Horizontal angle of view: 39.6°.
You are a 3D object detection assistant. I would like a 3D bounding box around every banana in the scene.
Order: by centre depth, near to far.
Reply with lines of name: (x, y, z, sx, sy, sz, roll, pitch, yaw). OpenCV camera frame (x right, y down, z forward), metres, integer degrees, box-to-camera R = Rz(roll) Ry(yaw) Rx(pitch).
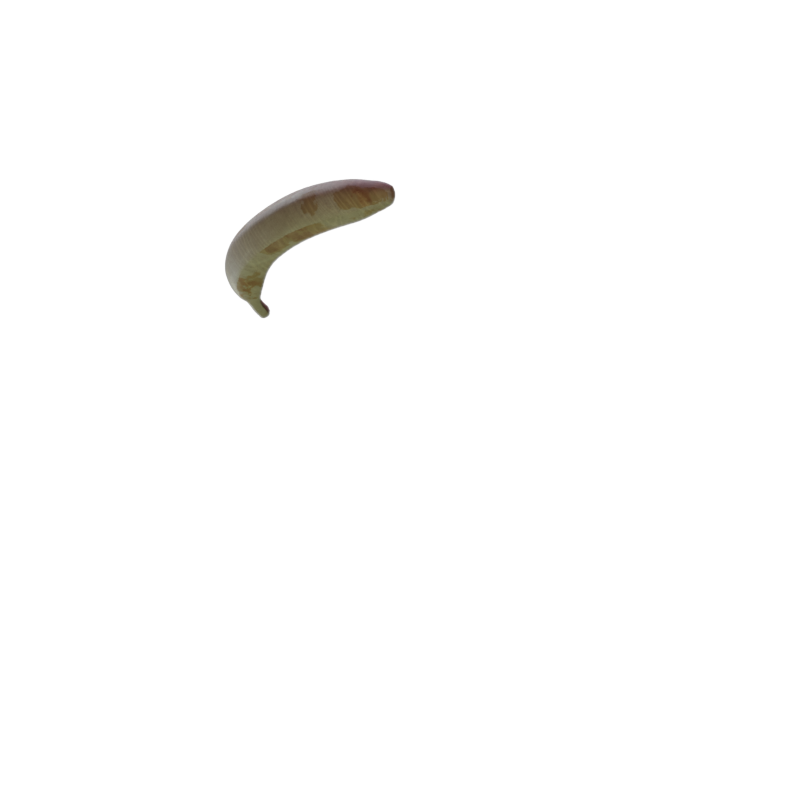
banana: (-0.086, -0.128, 0.868, 0.066, 0.039, 0.195, 18, -33, -31)
